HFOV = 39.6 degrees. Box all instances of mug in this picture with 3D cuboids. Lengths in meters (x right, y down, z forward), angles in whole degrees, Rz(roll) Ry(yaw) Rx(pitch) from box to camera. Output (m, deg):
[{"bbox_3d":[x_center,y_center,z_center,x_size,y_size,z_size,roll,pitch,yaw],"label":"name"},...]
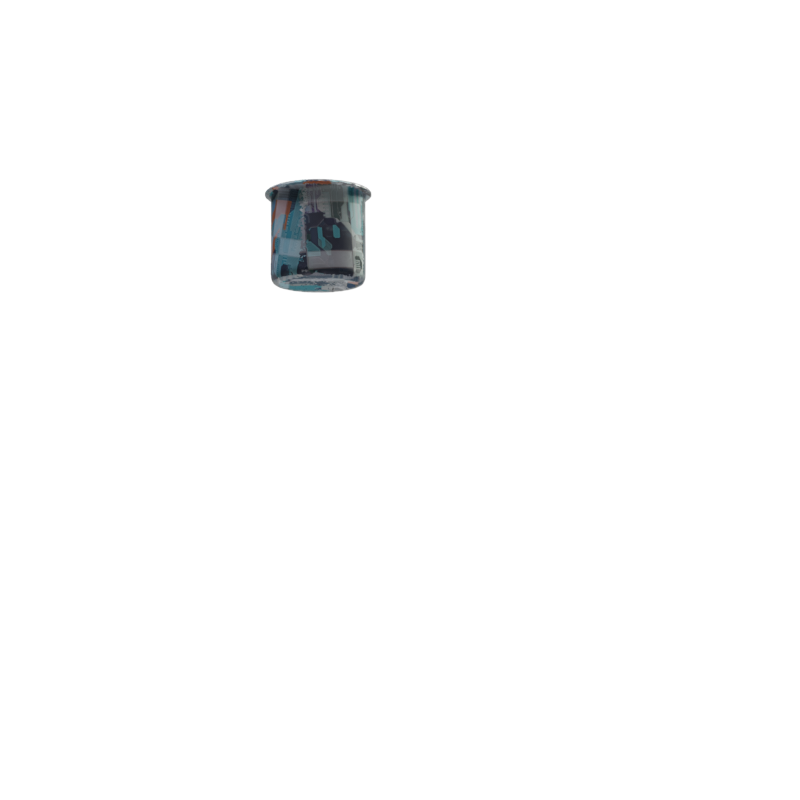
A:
[{"bbox_3d":[-0.076,-0.138,0.968,0.090,0.084,0.118,3,-9,-23],"label":"mug"}]
